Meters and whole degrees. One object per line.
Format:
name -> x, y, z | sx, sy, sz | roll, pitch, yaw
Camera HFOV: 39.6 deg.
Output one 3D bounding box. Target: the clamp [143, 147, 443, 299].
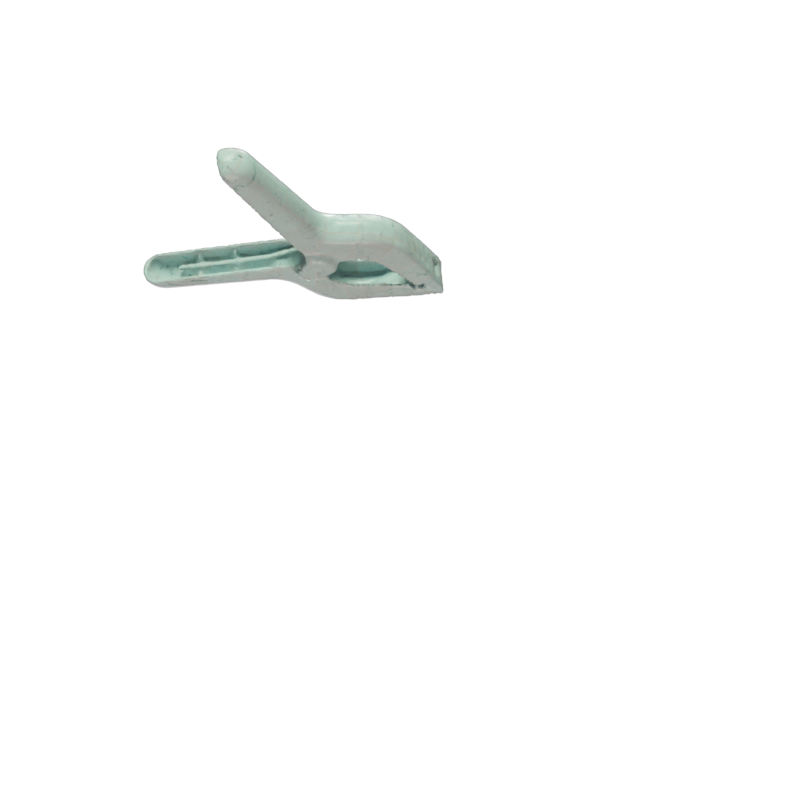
clamp -> -0.060, -0.110, 0.767 | 0.204, 0.038, 0.160 | 8, -25, -17
